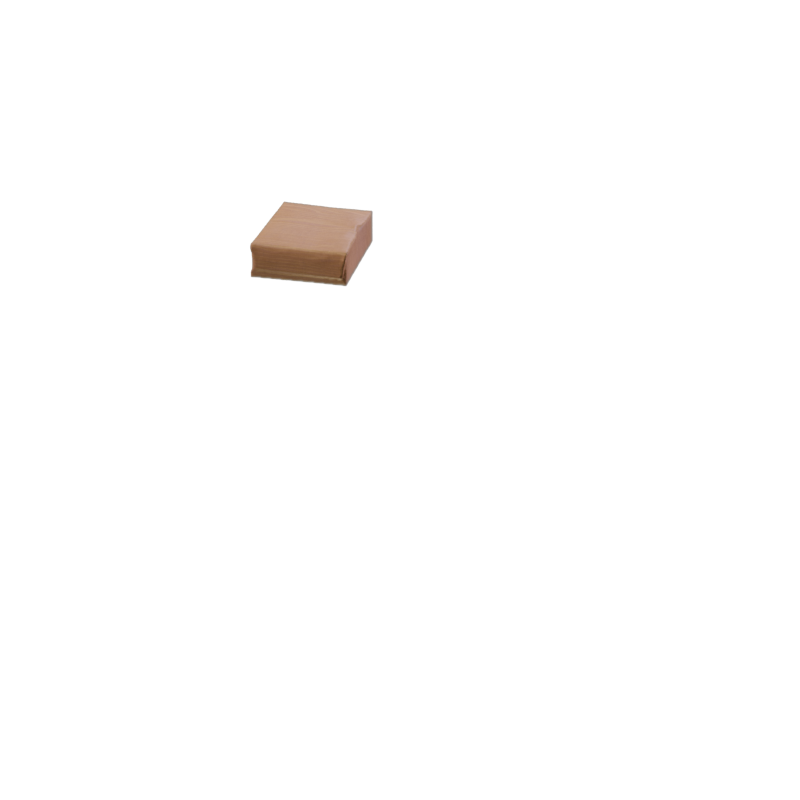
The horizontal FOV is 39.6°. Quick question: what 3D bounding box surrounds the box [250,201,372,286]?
[{"bbox_3d":[-0.065,-0.119,0.831,0.075,0.028,0.093,7,30,11],"label":"box"}]
